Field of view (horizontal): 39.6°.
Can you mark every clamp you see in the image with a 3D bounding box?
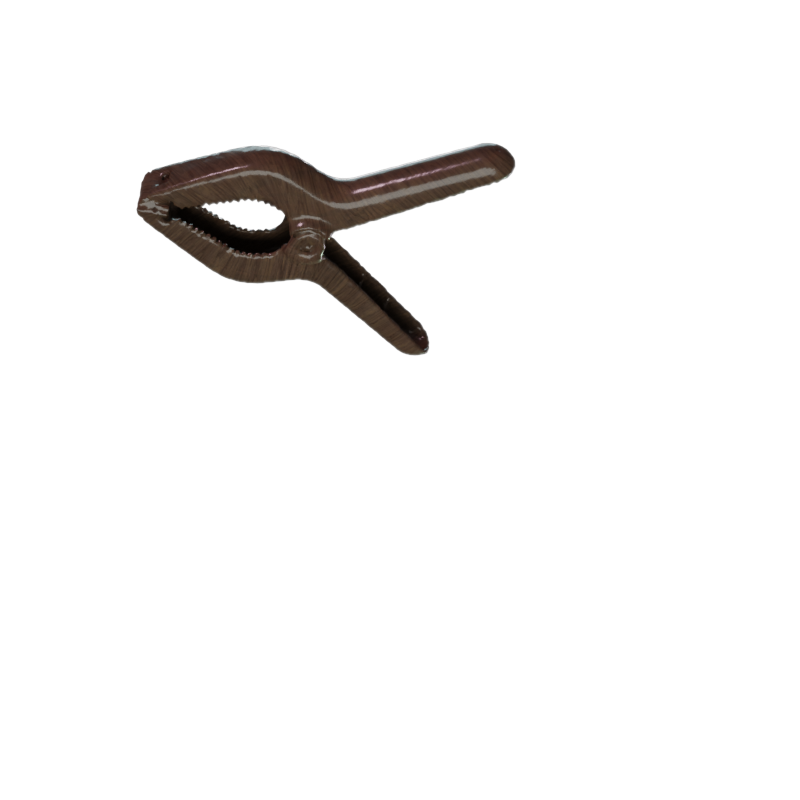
[{"bbox_3d":[-0.052,-0.095,0.666,0.208,0.155,0.039,6,43,-6],"label":"clamp"}]
